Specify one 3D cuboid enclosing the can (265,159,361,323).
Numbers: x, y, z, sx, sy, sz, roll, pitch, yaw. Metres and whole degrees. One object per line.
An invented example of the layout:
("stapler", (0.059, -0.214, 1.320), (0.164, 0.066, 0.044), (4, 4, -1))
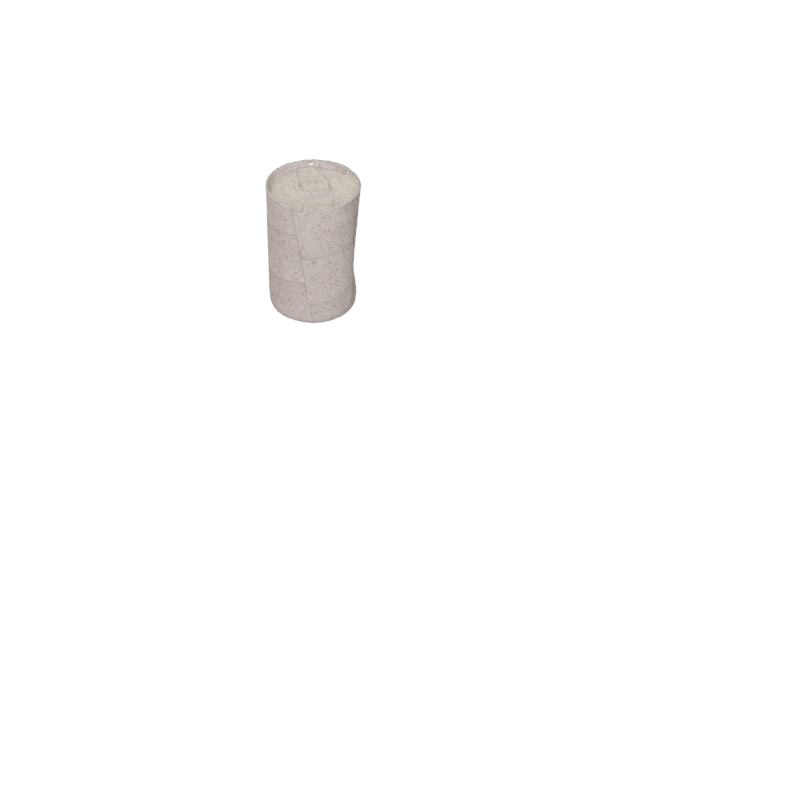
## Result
("can", (-0.064, -0.116, 0.815), (0.068, 0.095, 0.073), (0, 39, -3))
